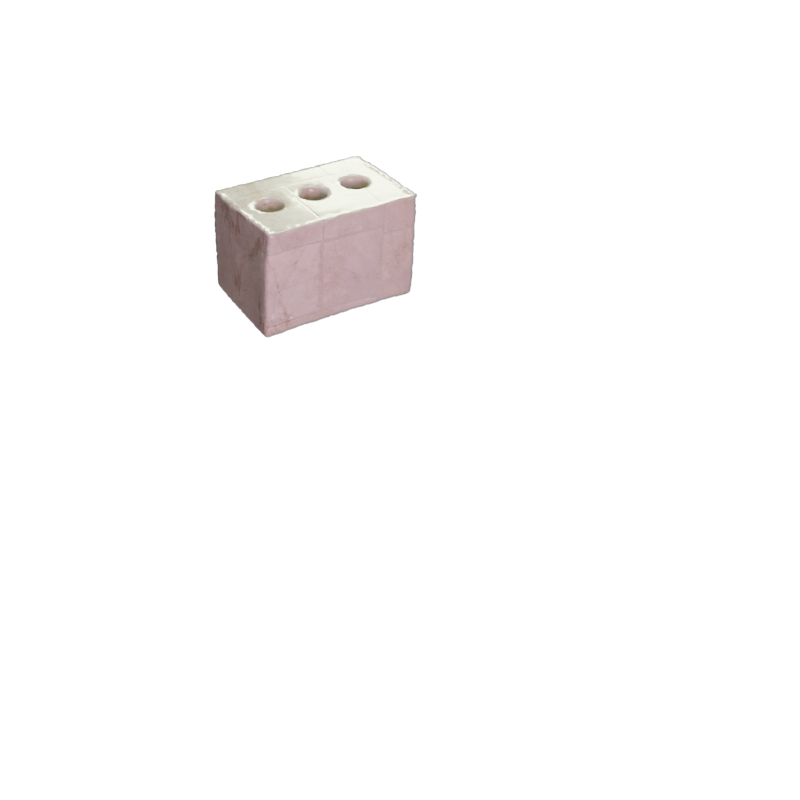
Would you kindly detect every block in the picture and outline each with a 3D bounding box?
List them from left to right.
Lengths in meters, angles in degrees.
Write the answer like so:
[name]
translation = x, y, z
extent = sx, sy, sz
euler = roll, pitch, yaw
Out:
[block]
translation = -0.040, -0.072, 0.505
extent = 0.077, 0.048, 0.057
euler = -20, 39, -27
